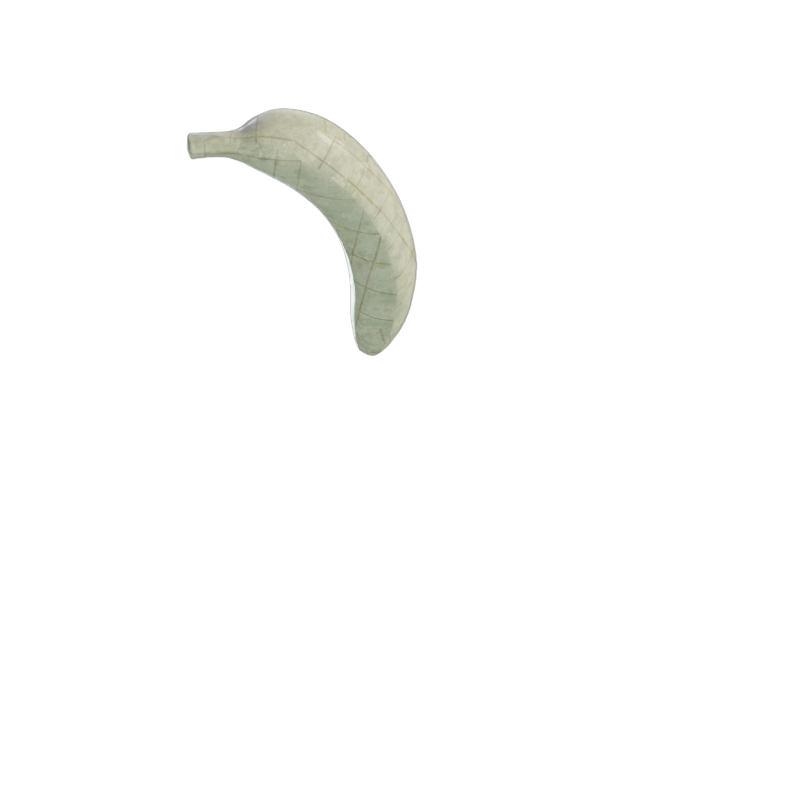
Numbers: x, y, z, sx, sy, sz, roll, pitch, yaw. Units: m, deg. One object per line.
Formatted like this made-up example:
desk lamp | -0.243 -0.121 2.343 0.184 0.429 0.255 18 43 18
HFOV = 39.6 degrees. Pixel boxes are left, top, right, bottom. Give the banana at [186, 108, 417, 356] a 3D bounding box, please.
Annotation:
banana | -0.030 -0.089 0.571 0.070 0.039 0.182 -17 -40 20
